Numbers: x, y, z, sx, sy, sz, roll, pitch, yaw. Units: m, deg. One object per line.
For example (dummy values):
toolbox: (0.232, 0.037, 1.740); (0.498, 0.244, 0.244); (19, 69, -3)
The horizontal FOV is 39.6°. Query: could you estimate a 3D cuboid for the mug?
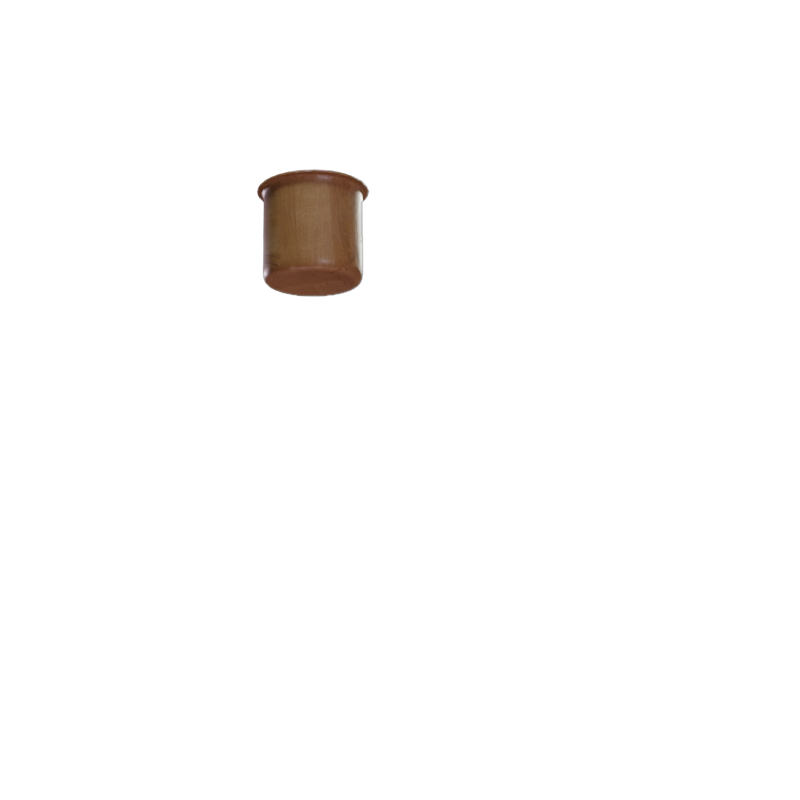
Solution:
mug: (-0.072, -0.132, 0.922); (0.093, 0.085, 0.113); (0, -15, -2)
